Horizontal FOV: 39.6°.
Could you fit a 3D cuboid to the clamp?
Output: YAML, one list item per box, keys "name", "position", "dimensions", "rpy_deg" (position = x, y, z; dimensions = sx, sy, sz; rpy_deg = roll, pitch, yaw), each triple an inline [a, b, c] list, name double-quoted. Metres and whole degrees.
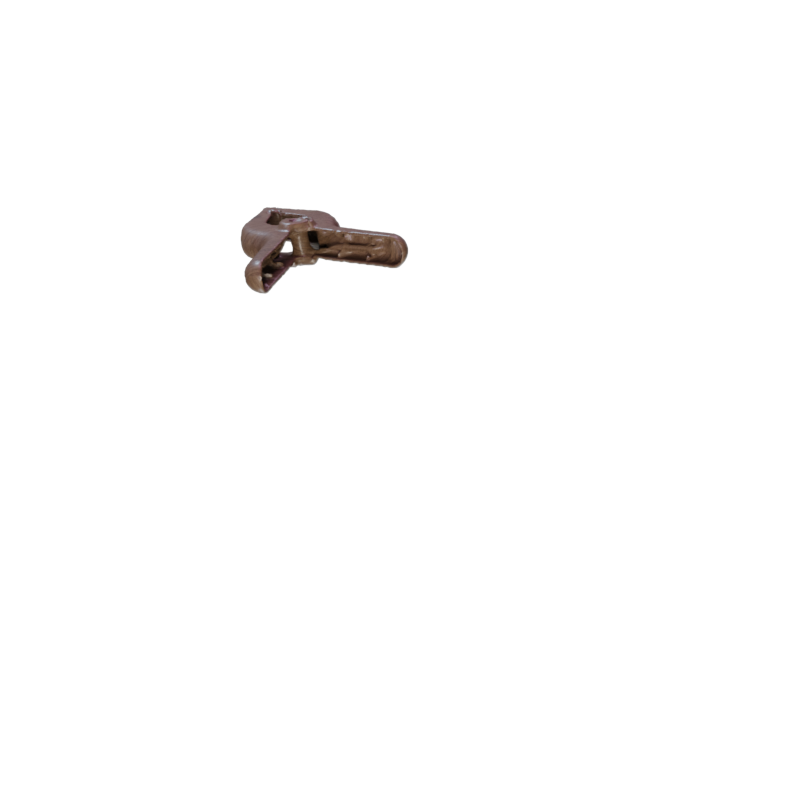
- name: "clamp"
  position: [-0.067, -0.122, 0.853]
  dimensions: [0.119, 0.037, 0.181]
  rpy_deg: [-4, 23, -11]
